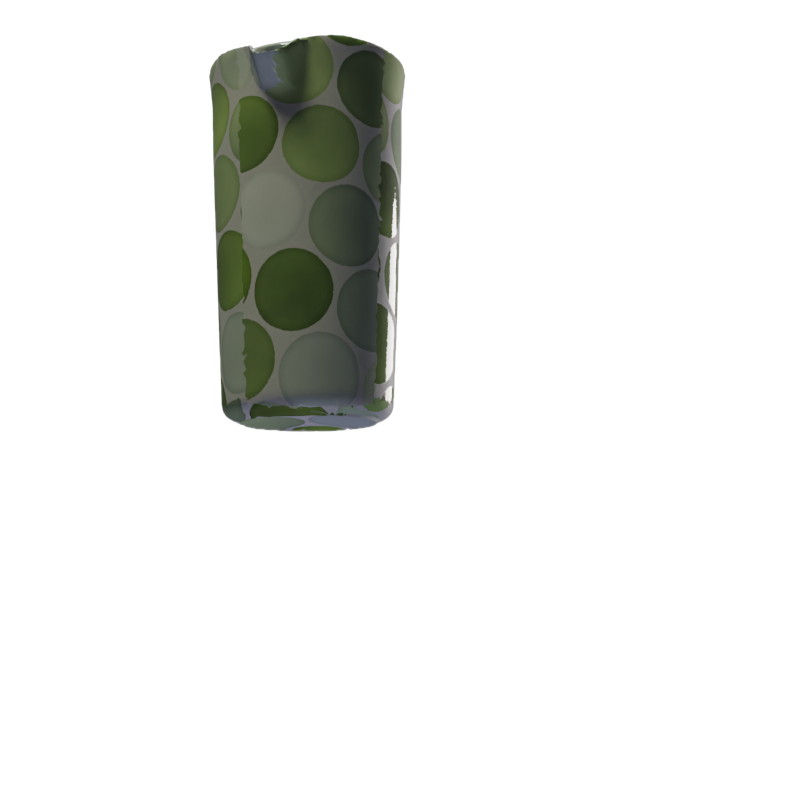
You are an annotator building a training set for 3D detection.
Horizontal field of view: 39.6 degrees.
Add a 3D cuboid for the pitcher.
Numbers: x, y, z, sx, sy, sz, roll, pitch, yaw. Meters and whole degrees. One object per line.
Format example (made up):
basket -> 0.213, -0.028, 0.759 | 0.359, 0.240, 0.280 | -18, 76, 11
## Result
pitcher -> -0.058, -0.105, 0.735 | 0.143, 0.252, 0.146 | 7, -16, -30
